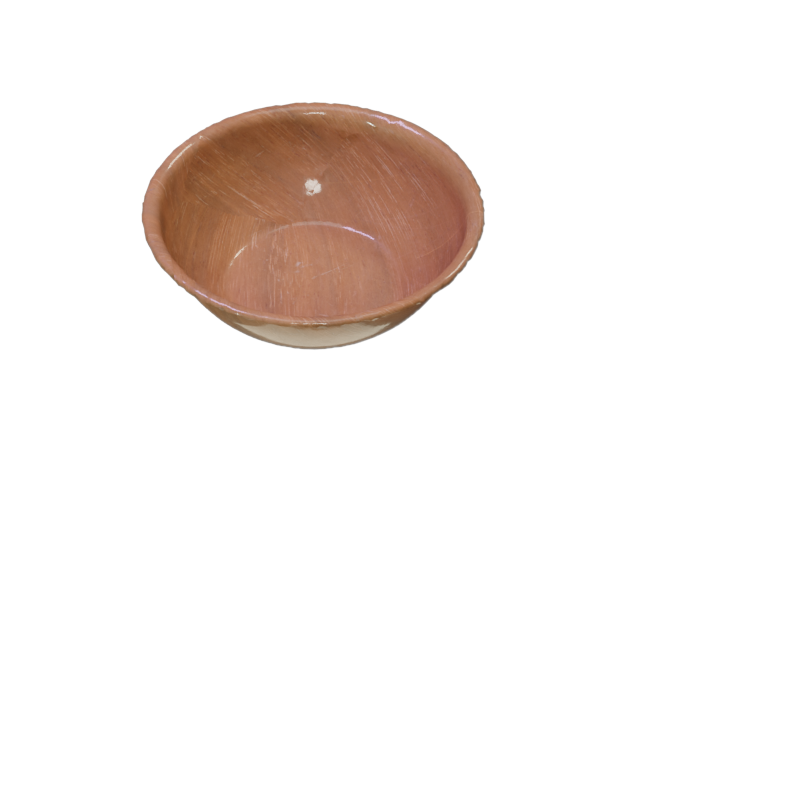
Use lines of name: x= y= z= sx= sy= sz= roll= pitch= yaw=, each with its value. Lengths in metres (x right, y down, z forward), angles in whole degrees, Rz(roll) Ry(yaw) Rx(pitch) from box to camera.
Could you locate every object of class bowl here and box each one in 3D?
bowl: x=-0.042 y=-0.077 z=0.541 sx=0.162 sy=0.174 sz=0.051 roll=-1 pitch=-44 yaw=-1
